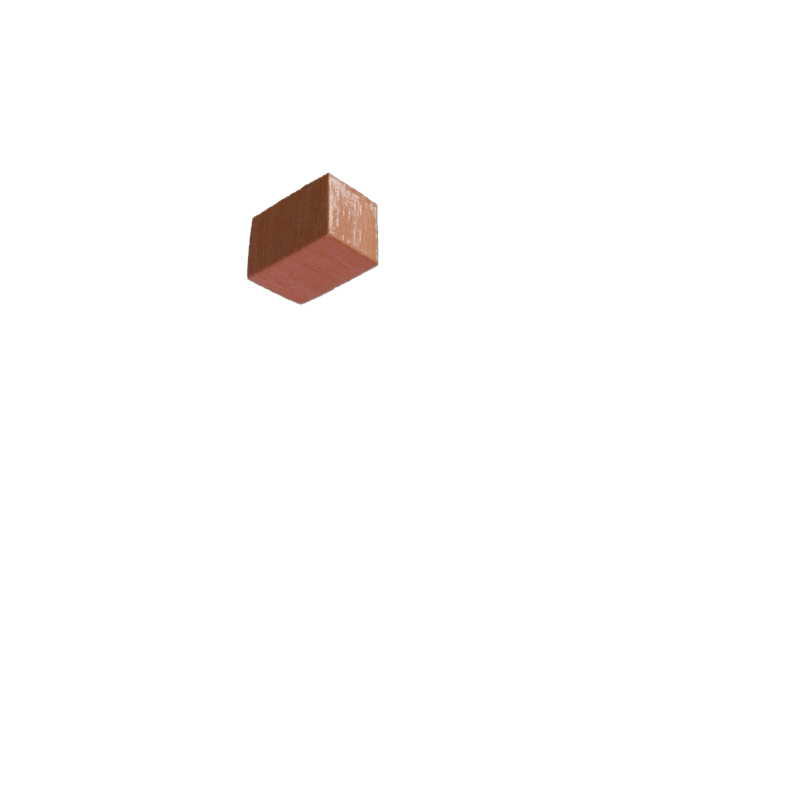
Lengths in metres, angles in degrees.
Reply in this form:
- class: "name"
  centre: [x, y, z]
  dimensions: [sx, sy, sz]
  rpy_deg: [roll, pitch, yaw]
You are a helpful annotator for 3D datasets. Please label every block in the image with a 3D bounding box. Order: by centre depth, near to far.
- class: "block"
  centre: [-0.060, -0.109, 0.760]
  dimensions: [0.078, 0.055, 0.049]
  rpy_deg: [-24, -37, 35]
